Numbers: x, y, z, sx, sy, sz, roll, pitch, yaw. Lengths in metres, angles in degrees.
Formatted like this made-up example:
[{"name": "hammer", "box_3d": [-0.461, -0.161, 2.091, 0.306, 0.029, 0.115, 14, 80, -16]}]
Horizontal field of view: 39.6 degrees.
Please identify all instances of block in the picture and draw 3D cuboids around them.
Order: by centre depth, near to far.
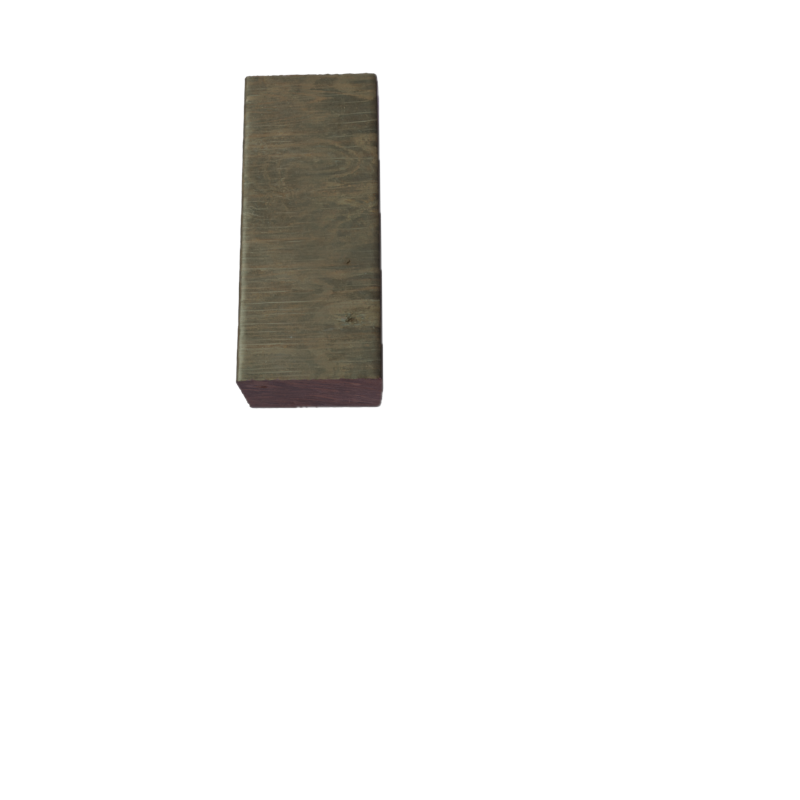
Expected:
[{"name": "block", "box_3d": [-0.058, -0.105, 0.739, 0.091, 0.215, 0.086, -1, -18, 0]}]
